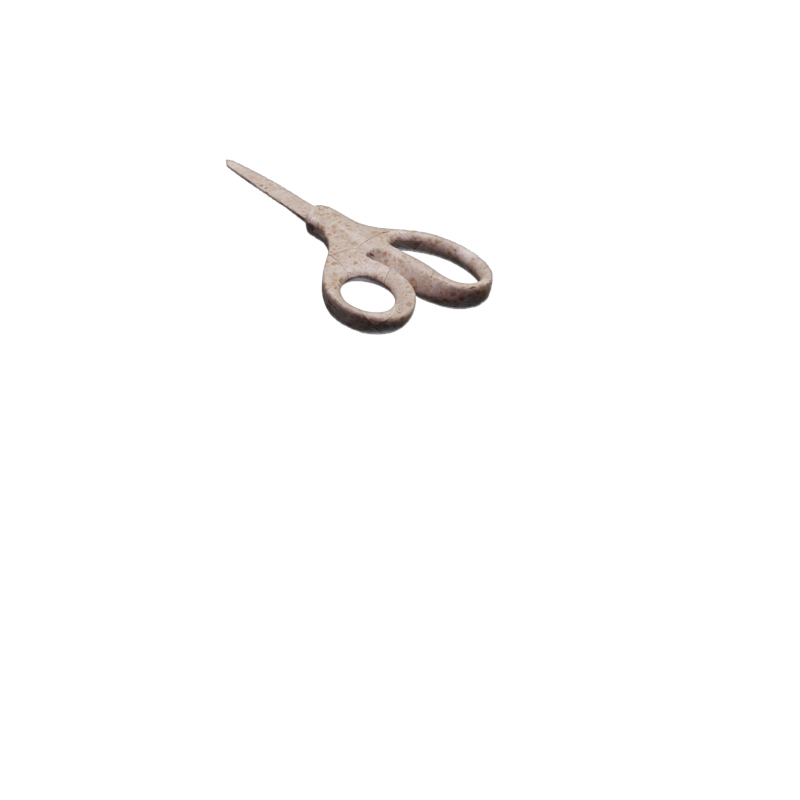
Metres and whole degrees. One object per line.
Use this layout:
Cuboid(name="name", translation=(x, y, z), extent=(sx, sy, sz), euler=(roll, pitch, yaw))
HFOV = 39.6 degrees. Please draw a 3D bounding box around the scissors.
Cuboid(name="scissors", translation=(-0.048, -0.087, 0.607), extent=(0.213, 0.015, 0.097), euler=(24, 43, 28))
